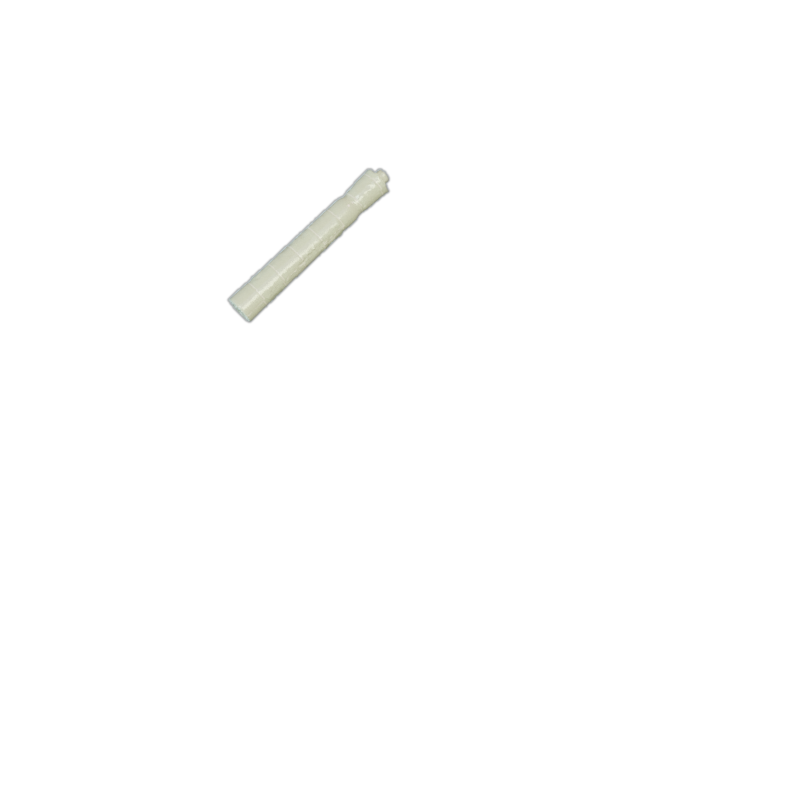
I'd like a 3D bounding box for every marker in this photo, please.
[{"bbox_3d":[-0.051,-0.094,0.655,0.122,0.019,0.020,-45,16,-12],"label":"marker"}]
